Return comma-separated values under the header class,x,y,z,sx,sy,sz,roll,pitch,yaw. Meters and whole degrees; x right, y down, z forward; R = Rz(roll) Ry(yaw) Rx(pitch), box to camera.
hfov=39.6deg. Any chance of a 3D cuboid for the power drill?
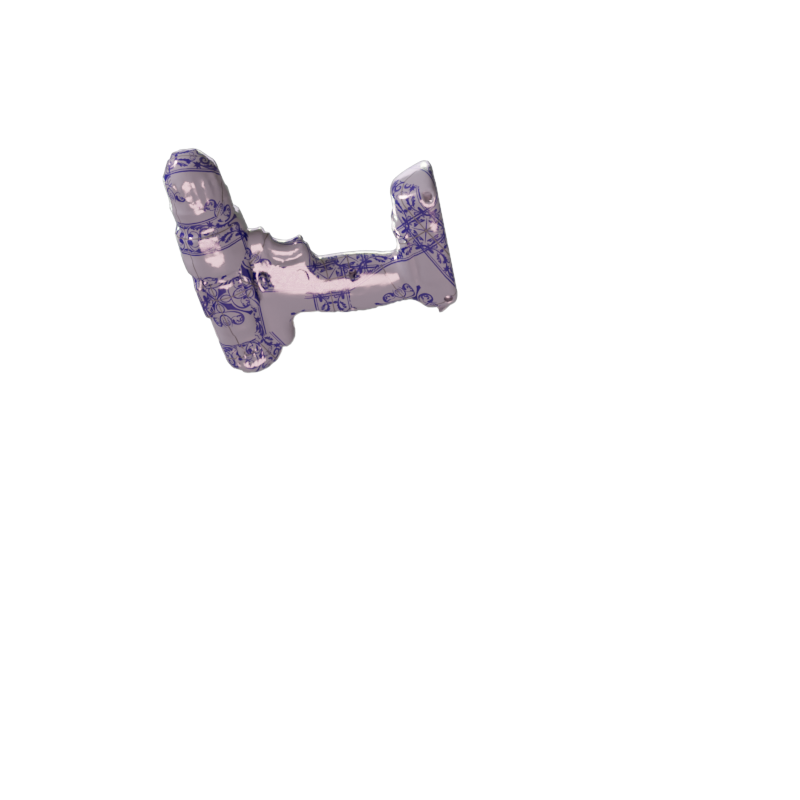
class,x,y,z,sx,sy,sz,roll,pitch,yaw
power drill,-0.062,-0.113,0.789,0.189,0.171,0.061,-11,36,7
